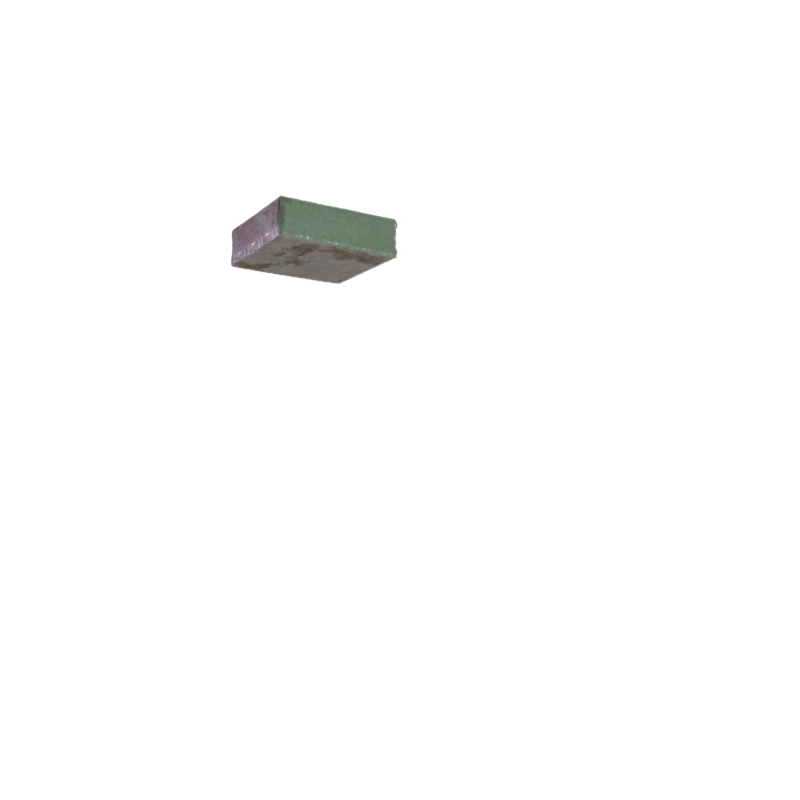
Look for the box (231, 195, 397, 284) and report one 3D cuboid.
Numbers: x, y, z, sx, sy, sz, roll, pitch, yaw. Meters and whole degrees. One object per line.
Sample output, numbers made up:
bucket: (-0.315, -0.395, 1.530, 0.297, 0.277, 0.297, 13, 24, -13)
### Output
box: (-0.058, -0.105, 0.736, 0.086, 0.031, 0.073, 7, -14, -30)
